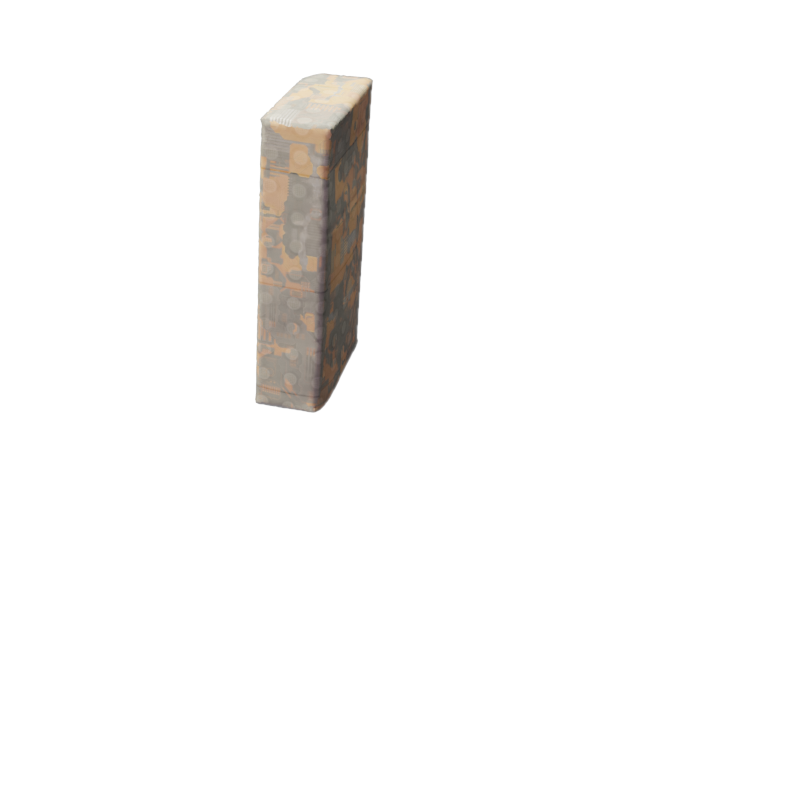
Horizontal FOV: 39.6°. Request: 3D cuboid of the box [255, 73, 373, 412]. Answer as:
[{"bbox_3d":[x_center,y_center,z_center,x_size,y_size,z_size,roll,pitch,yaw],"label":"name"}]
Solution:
[{"bbox_3d":[-0.050,-0.091,0.638,0.049,0.167,0.097,7,27,11],"label":"box"}]
